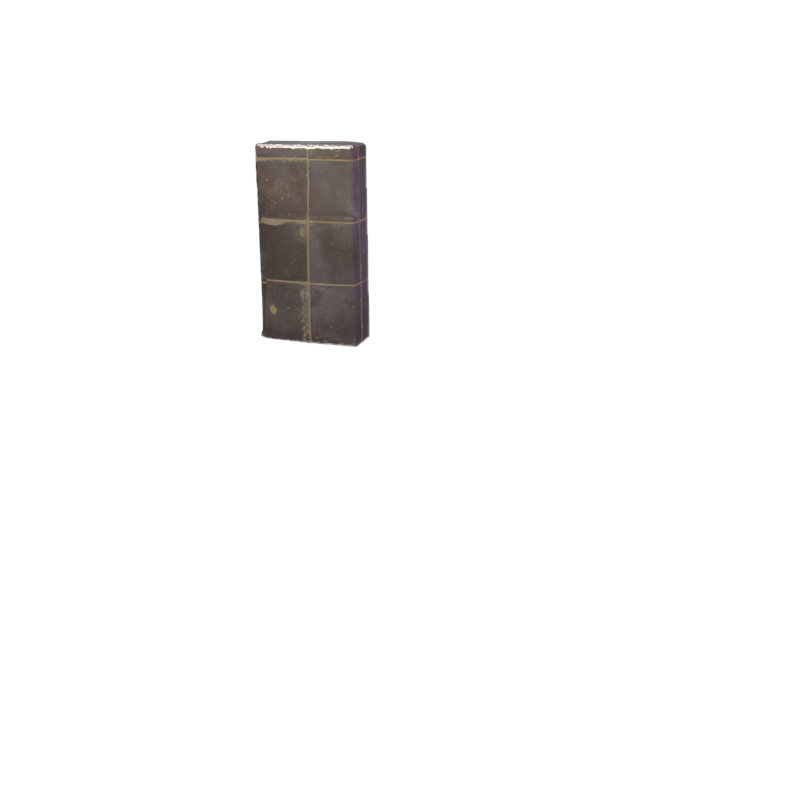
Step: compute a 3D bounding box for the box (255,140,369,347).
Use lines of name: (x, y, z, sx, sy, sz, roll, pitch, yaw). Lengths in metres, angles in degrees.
box: (-0.076, -0.139, 0.976, 0.096, 0.172, 0.048, 4, 10, 20)
